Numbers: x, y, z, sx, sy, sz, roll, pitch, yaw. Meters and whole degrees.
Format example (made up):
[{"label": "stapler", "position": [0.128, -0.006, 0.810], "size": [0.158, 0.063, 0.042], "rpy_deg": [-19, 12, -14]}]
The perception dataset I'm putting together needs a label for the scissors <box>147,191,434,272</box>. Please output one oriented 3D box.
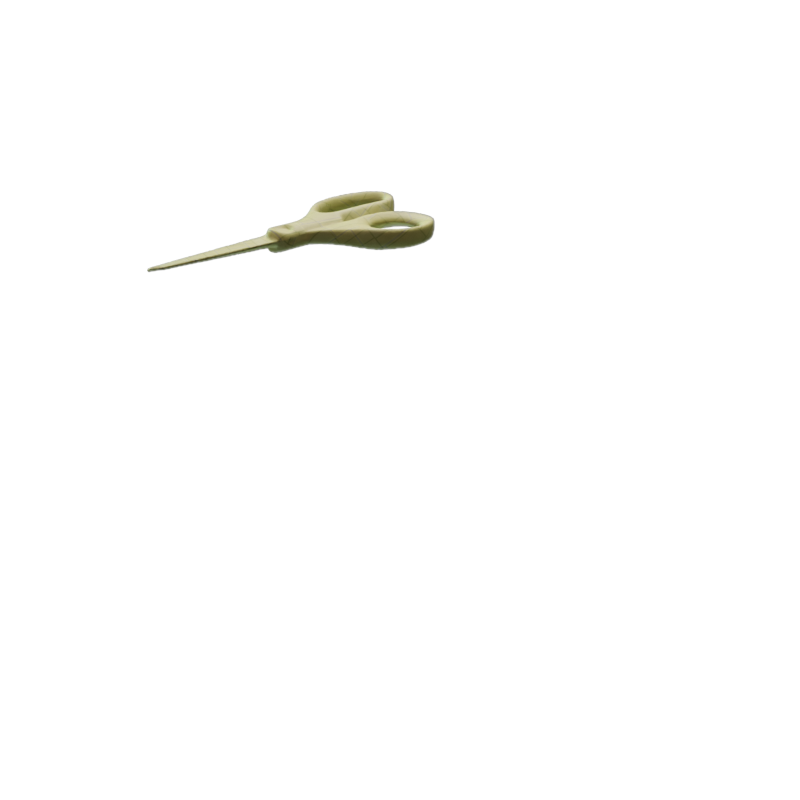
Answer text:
[{"label": "scissors", "position": [-0.055, -0.101, 0.704], "size": [0.101, 0.015, 0.201], "rpy_deg": [17, 31, 30]}]
